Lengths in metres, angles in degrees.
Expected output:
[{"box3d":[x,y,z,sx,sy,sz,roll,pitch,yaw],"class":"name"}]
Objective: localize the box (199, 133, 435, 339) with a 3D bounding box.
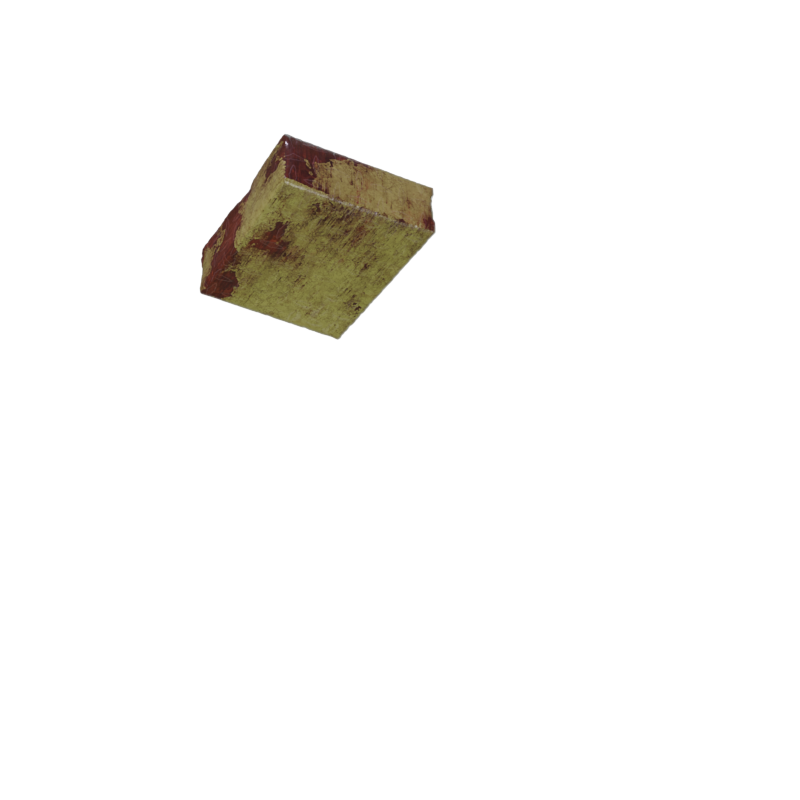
[{"box3d":[-0.038,-0.070,0.490,0.070,0.032,0.087,18,-39,-24],"class":"box"}]
